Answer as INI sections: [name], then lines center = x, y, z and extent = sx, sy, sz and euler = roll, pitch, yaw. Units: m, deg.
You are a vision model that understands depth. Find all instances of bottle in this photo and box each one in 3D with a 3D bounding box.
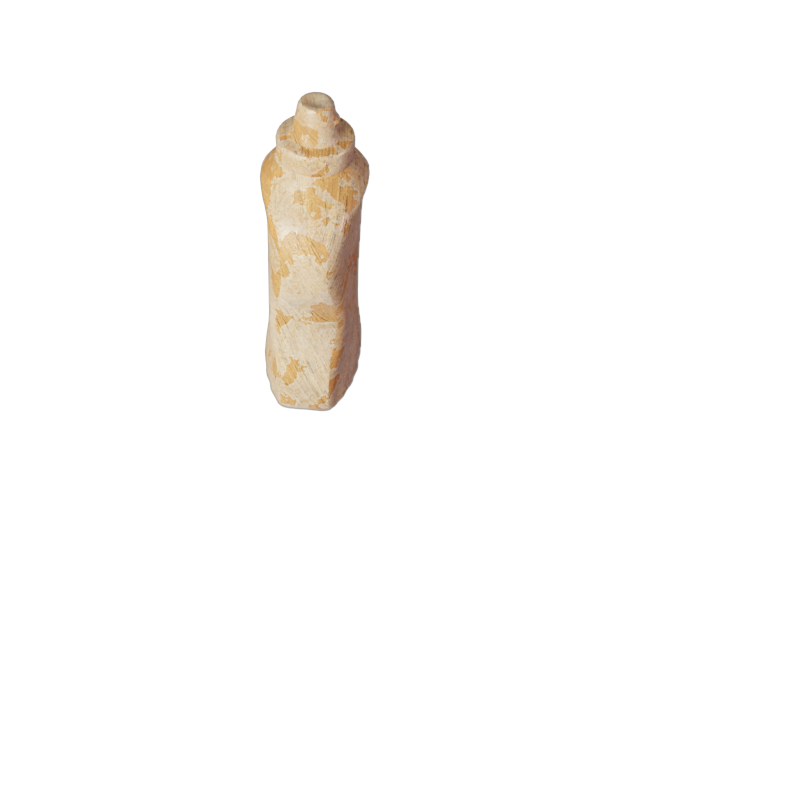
[bottle]
center = -0.048, -0.088, 0.619
extent = 0.059, 0.102, 0.179
euler = 6, -43, 2
